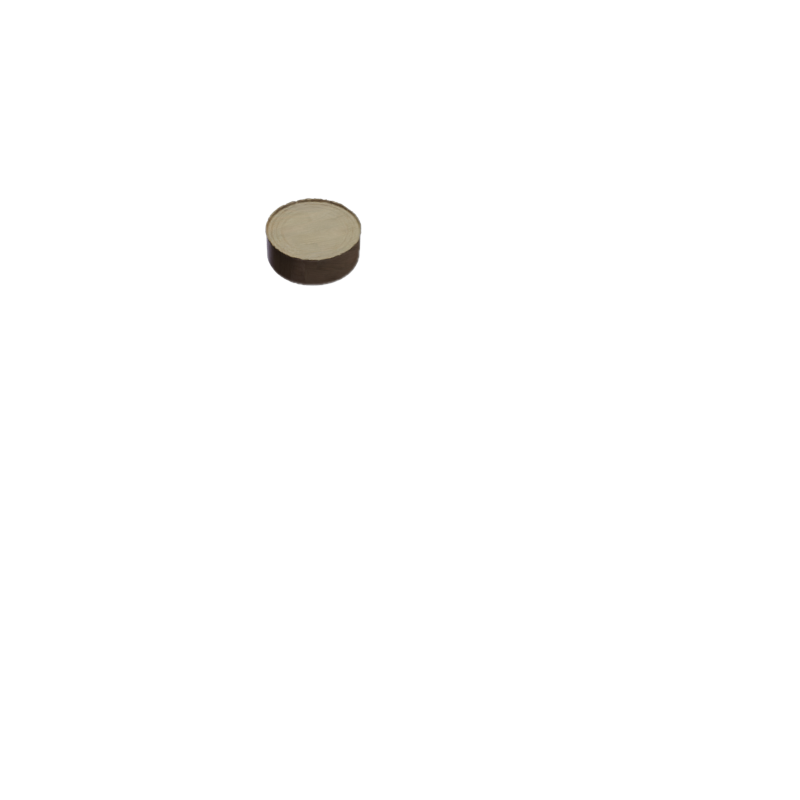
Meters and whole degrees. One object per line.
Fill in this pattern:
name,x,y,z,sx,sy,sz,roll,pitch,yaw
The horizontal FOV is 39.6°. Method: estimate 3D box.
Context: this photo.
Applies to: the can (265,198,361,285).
can,-0.078,-0.142,0.997,0.086,0.031,0.092,-1,45,-1
